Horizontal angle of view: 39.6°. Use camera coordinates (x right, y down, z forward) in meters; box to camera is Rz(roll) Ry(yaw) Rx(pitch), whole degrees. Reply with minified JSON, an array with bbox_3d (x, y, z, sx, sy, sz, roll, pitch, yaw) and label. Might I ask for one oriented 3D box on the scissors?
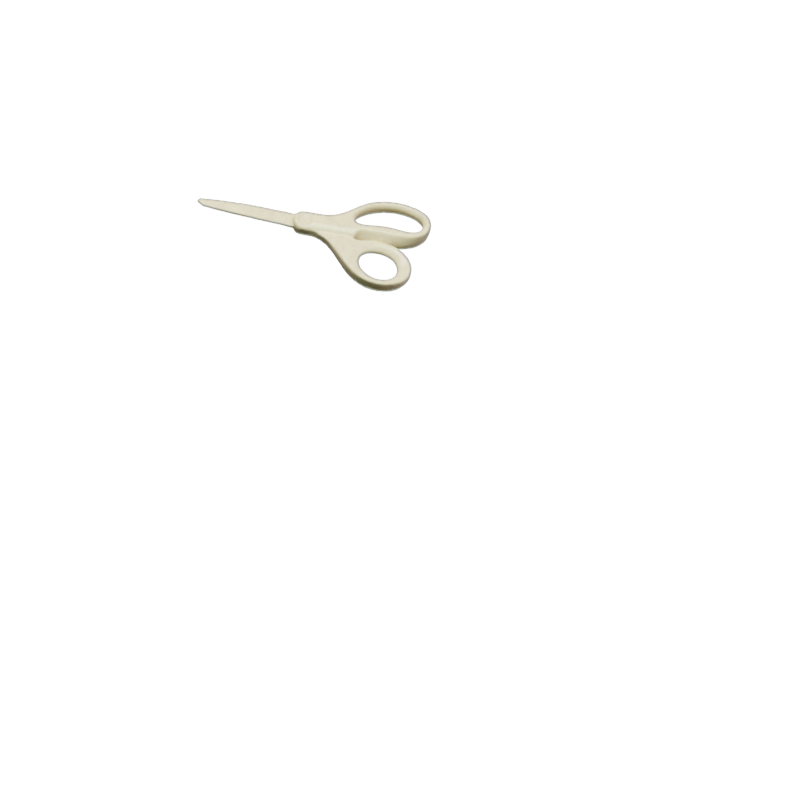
[{"bbox_3d":[-0.074,-0.135,0.944,0.201,0.103,0.015,-1,-33,-1],"label":"scissors"}]
